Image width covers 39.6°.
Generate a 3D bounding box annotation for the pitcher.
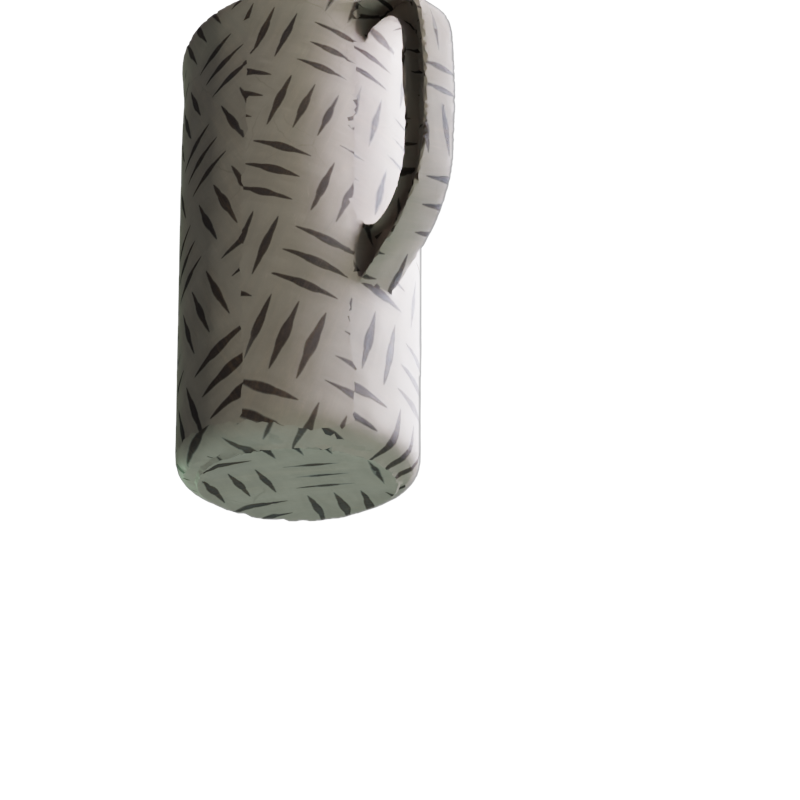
[{"bbox_3d":[-0.042,-0.077,0.539,0.146,0.259,0.139,-4,-30,3],"label":"pitcher"}]
